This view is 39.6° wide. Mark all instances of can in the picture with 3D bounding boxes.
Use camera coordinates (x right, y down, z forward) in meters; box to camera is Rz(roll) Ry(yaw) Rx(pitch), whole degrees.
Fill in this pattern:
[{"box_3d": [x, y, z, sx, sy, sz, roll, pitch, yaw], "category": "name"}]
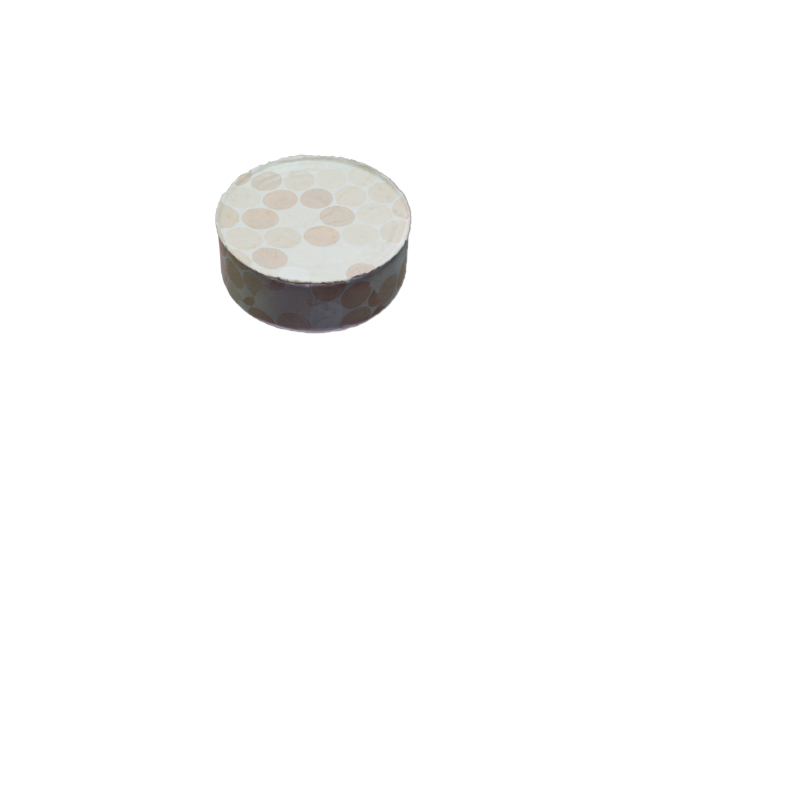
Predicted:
[{"box_3d": [-0.039, -0.071, 0.495, 0.086, 0.092, 0.031, -1, -44, -1], "category": "can"}]
